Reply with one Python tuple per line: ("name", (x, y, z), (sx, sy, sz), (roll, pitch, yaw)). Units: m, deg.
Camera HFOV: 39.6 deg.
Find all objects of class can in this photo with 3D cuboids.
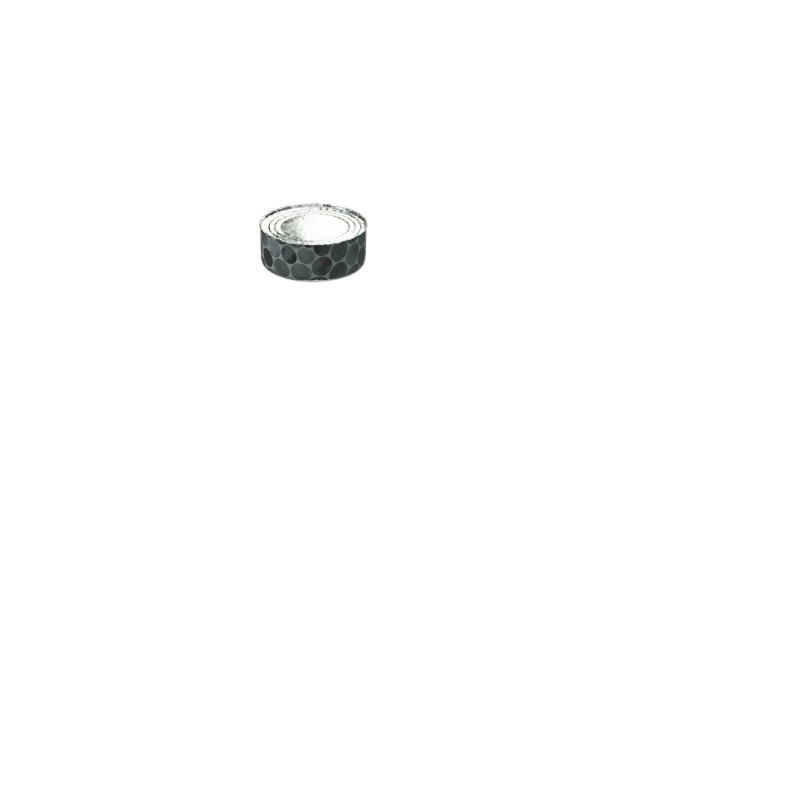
("can", (-0.069, -0.126, 0.883), (0.086, 0.032, 0.091), (-1, 29, -2))
